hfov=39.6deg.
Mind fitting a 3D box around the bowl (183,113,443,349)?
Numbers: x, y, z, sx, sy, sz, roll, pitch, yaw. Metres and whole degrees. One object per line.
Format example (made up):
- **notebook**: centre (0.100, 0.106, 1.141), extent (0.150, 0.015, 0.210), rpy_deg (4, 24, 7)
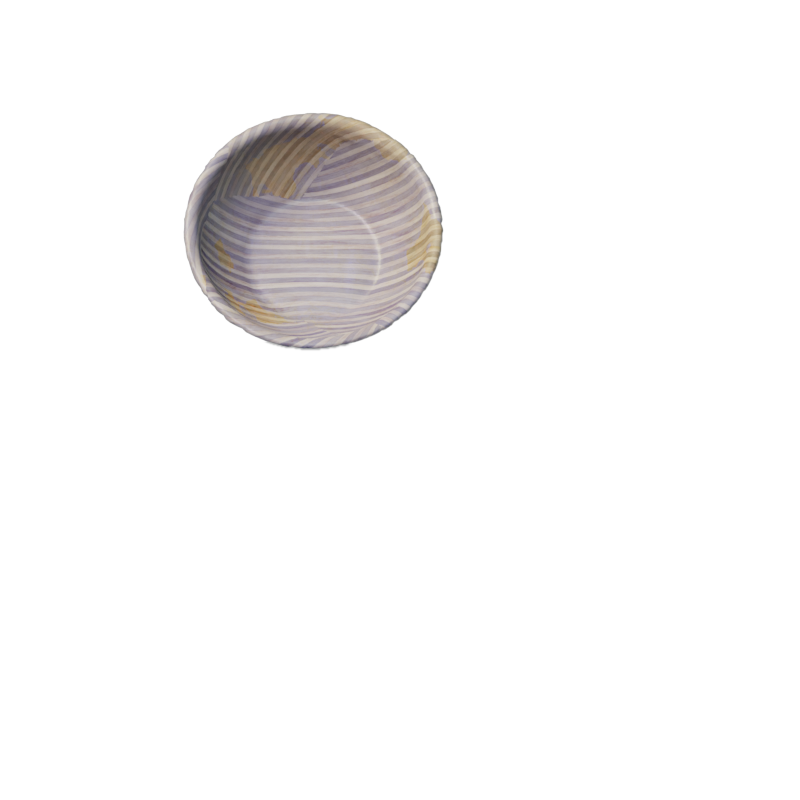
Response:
- **bowl**: centre (-0.056, -0.102, 0.714), extent (0.162, 0.171, 0.052), rpy_deg (-1, -22, -1)
